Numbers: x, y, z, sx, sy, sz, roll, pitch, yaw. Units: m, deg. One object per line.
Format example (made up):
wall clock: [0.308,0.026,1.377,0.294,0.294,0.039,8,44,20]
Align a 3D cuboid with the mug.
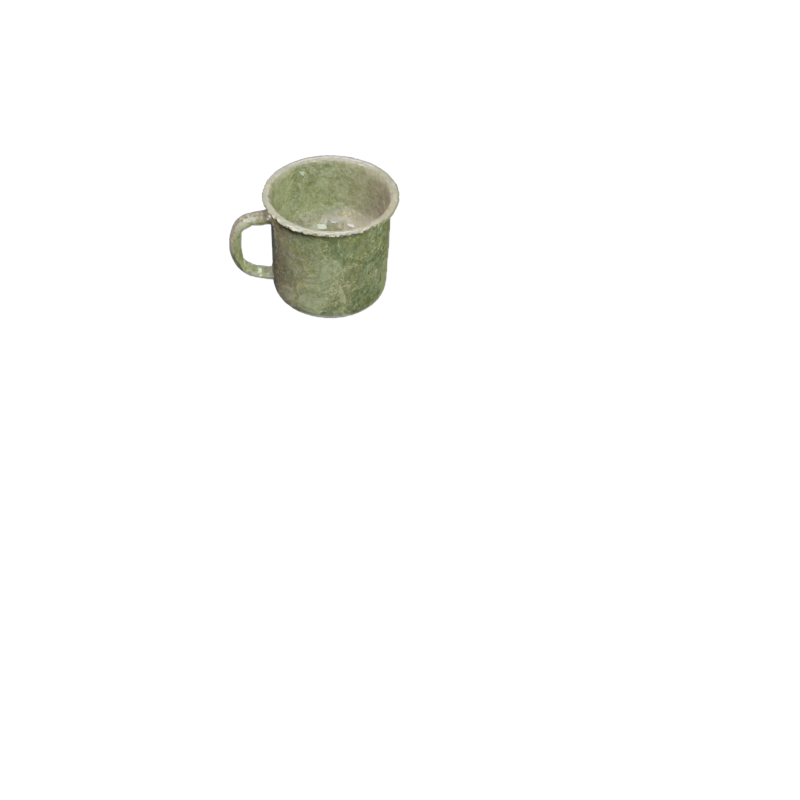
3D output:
mug: [-0.060,-0.110,0.772,0.116,0.076,0.101,-8,43,-10]
